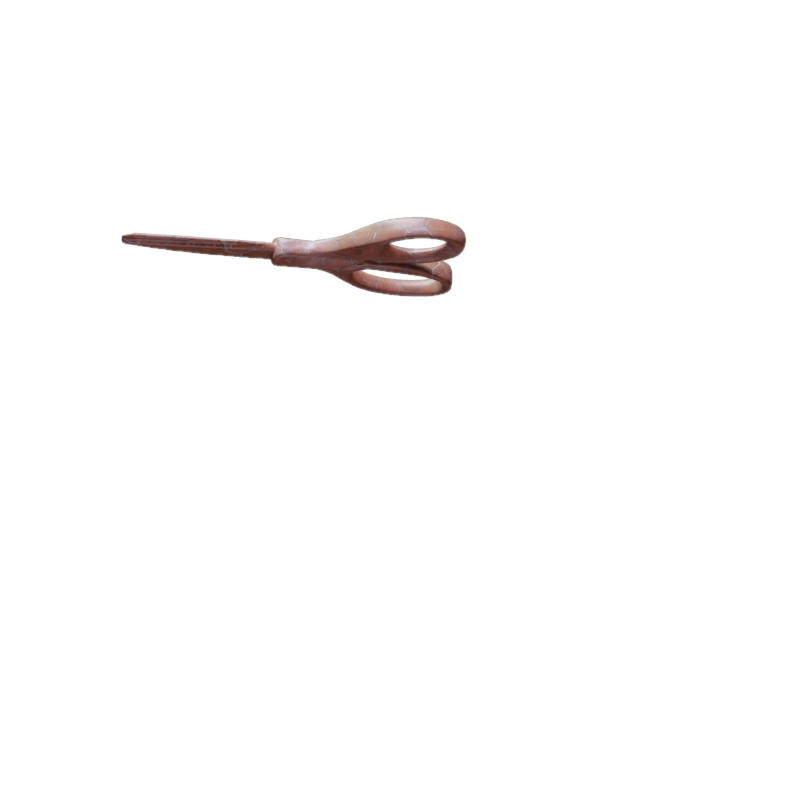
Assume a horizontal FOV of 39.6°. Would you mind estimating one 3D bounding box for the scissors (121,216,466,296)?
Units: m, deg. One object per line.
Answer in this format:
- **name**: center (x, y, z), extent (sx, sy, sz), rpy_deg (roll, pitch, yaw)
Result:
- **scissors**: center (-0.050, -0.091, 0.641), extent (0.194, 0.017, 0.095), rpy_deg (10, -22, -25)
